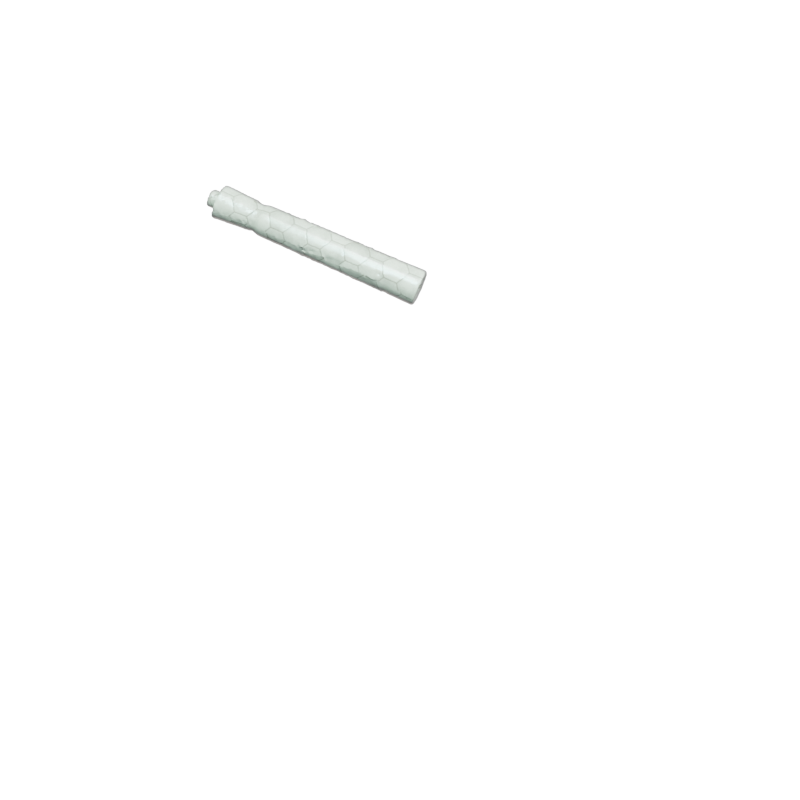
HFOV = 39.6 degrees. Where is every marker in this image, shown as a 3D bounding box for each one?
[{"bbox_3d":[-0.045,-0.082,0.576,0.124,0.020,0.019,25,8,11],"label":"marker"}]
